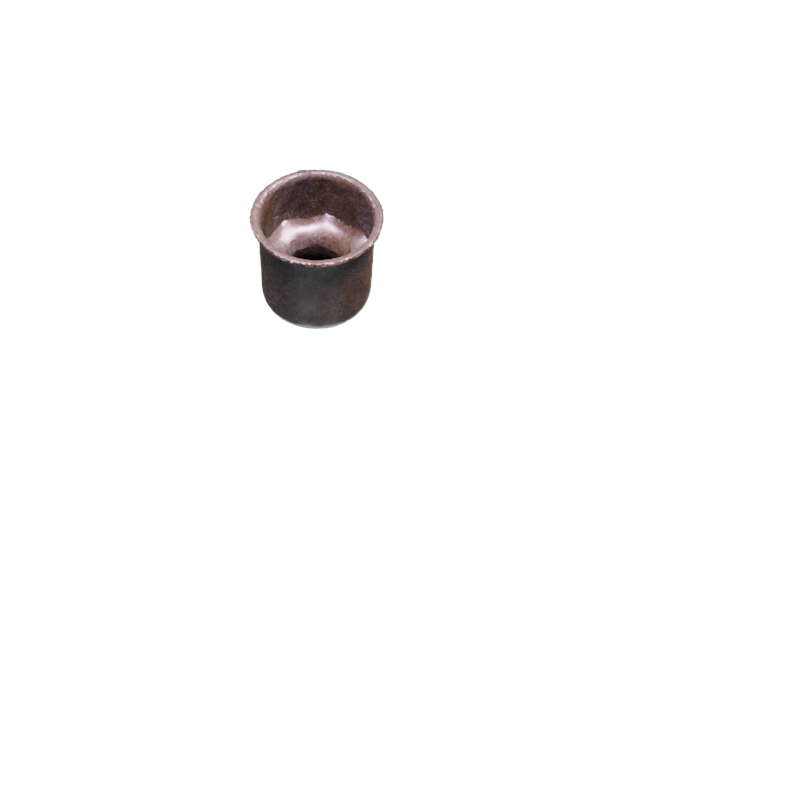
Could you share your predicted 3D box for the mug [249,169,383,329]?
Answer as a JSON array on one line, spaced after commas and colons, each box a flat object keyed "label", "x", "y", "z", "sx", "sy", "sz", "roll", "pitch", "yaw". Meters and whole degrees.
[{"label": "mug", "x": -0.063, "y": -0.115, "z": 0.808, "sx": 0.092, "sy": 0.126, "sz": 0.076, "roll": -10, "pitch": -38, "yaw": -9}]
